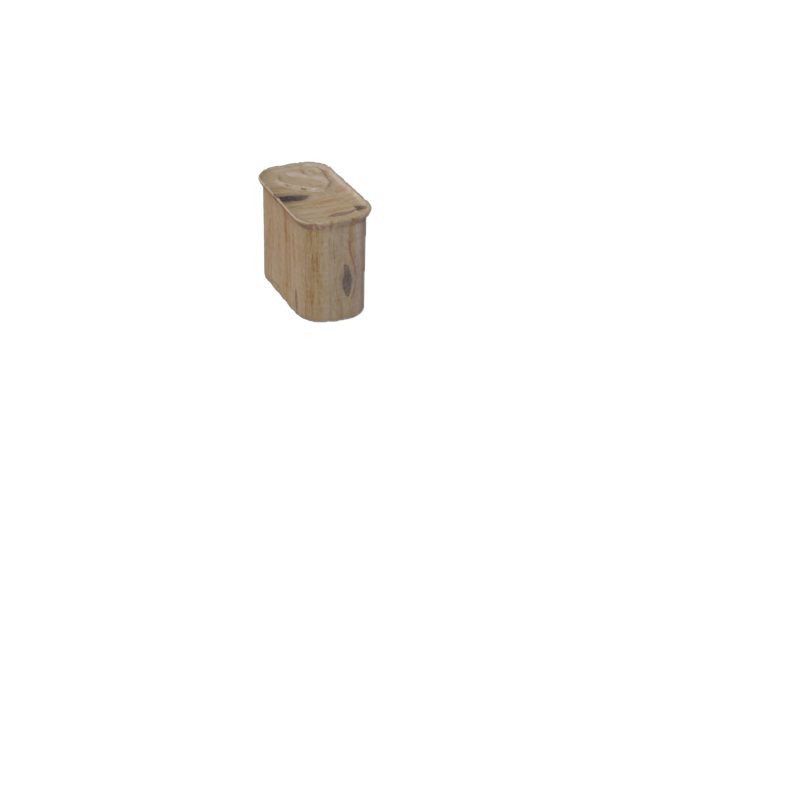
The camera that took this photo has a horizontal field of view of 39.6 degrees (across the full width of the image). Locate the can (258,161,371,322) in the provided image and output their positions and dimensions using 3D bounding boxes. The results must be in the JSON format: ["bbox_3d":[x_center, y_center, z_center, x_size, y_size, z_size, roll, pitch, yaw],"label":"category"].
[{"bbox_3d":[-0.064,-0.116,0.811,0.056,0.079,0.110,-13,35,-22],"label":"can"}]
